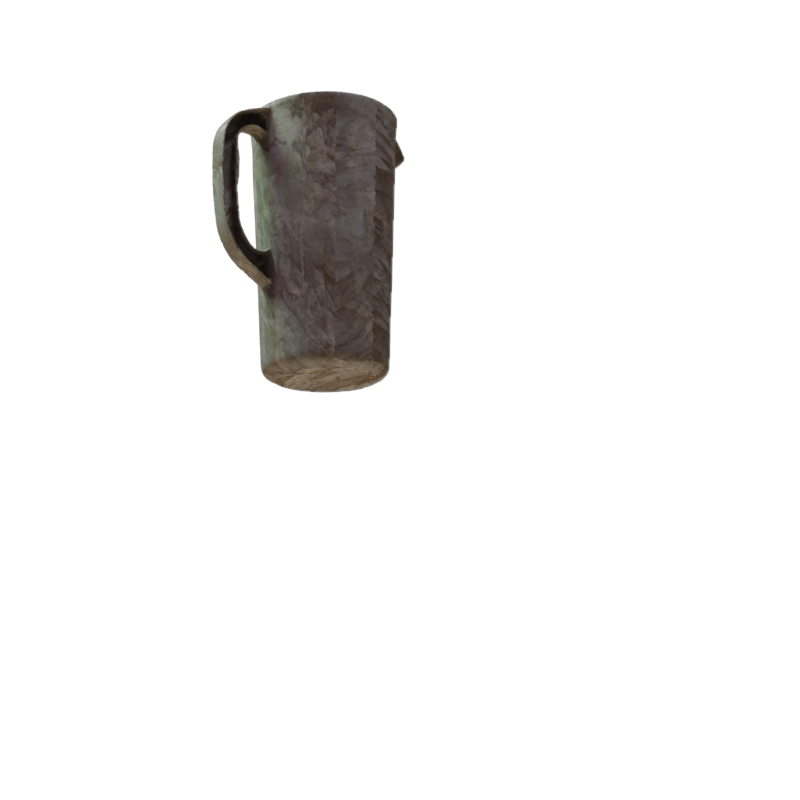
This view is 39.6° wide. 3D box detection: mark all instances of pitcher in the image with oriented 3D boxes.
[{"bbox_3d":[-0.075,-0.137,0.958,0.151,0.254,0.137,-4,-18,10],"label":"pitcher"}]
